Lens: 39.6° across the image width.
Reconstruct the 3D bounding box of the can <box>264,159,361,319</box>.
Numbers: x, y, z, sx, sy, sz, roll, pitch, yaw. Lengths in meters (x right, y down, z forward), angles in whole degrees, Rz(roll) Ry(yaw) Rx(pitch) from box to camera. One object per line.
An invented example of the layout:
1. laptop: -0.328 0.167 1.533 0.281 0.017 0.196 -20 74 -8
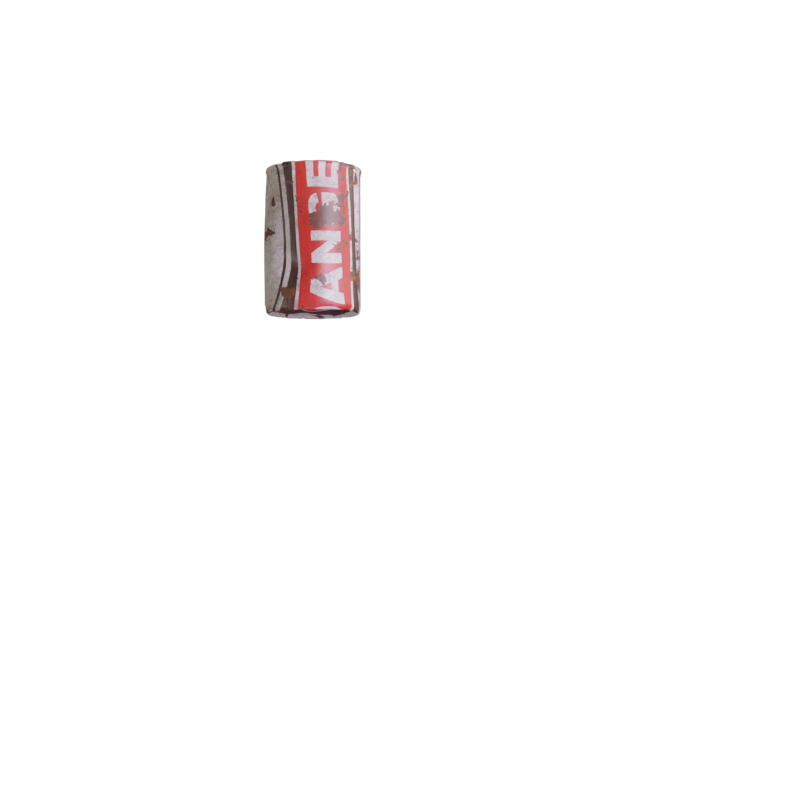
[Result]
1. can: -0.061 -0.111 0.775 0.068 0.105 0.067 0 -8 -2
